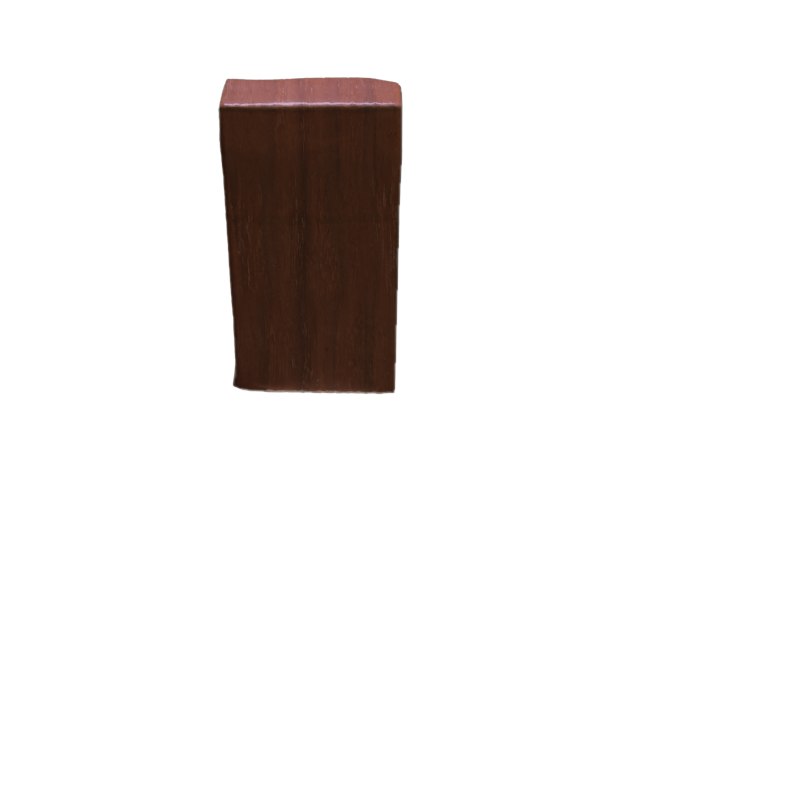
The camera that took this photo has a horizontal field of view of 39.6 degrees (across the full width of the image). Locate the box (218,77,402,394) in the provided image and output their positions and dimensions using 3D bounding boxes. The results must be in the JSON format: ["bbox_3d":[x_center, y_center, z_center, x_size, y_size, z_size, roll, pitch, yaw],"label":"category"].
[{"bbox_3d":[-0.047,-0.086,0.599,0.093,0.166,0.051,2,29,0],"label":"box"}]
